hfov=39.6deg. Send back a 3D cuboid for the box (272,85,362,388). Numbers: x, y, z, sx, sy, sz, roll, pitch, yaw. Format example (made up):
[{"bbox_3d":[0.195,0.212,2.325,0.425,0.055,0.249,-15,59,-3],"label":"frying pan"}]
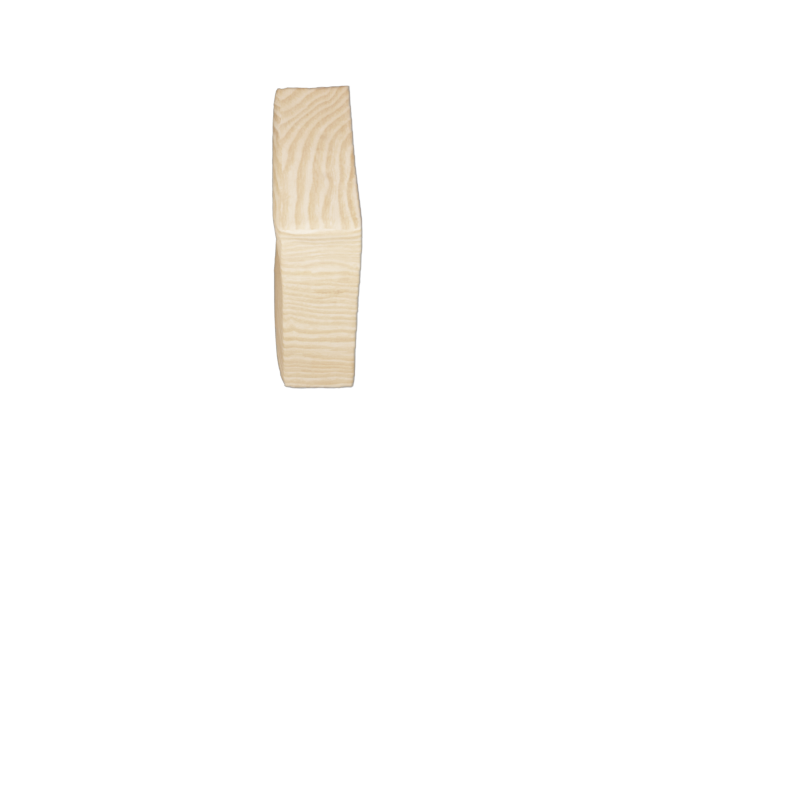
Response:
[{"bbox_3d":[-0.074,-0.136,0.949,0.071,0.176,0.200,-2,-37,-5],"label":"box"}]
